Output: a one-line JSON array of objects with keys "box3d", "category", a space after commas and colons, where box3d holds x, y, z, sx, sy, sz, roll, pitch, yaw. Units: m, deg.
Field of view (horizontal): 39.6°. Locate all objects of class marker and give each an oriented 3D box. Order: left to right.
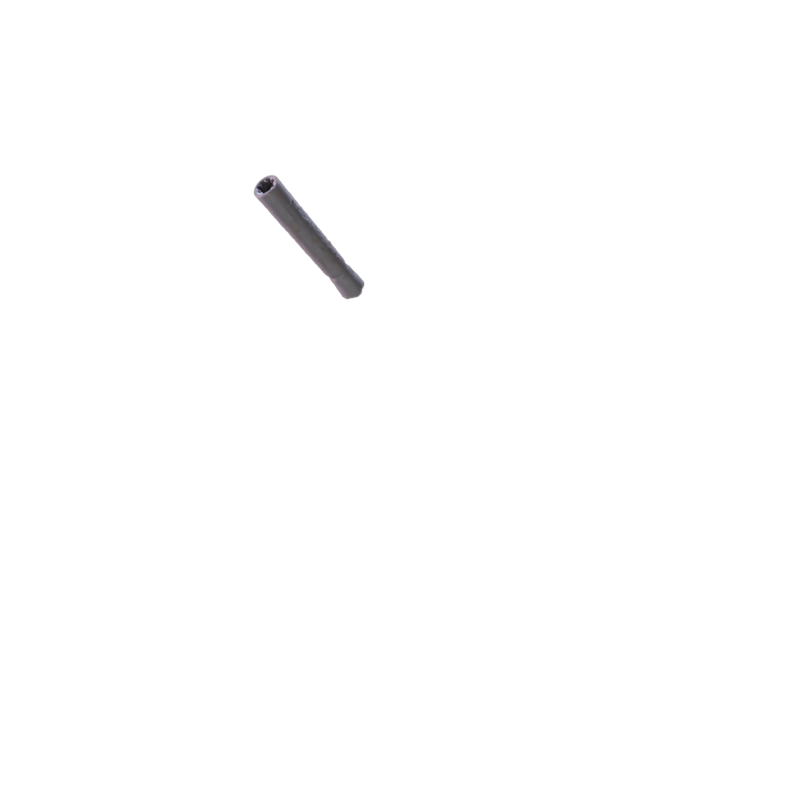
[{"box3d": [-0.059, -0.107, 0.752, 0.021, 0.020, 0.112, 3, -32, 39], "category": "marker"}]
